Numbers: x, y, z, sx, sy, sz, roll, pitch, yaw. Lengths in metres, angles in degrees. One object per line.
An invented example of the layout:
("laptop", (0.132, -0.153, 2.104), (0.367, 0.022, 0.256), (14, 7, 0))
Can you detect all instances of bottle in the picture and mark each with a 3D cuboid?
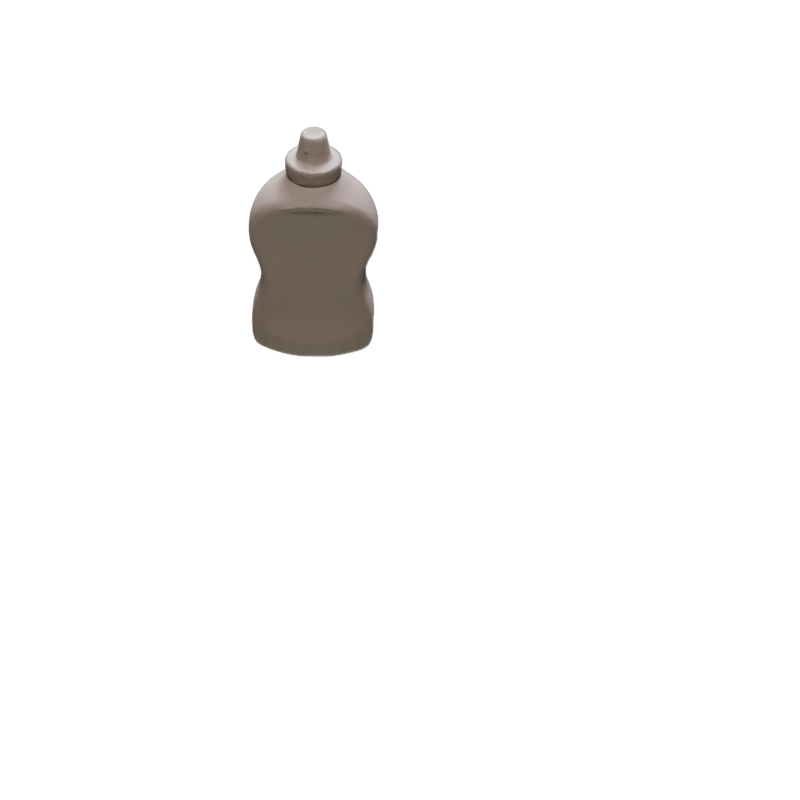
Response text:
("bottle", (-0.065, -0.119, 0.834), (0.096, 0.179, 0.062), (4, 41, 1))
